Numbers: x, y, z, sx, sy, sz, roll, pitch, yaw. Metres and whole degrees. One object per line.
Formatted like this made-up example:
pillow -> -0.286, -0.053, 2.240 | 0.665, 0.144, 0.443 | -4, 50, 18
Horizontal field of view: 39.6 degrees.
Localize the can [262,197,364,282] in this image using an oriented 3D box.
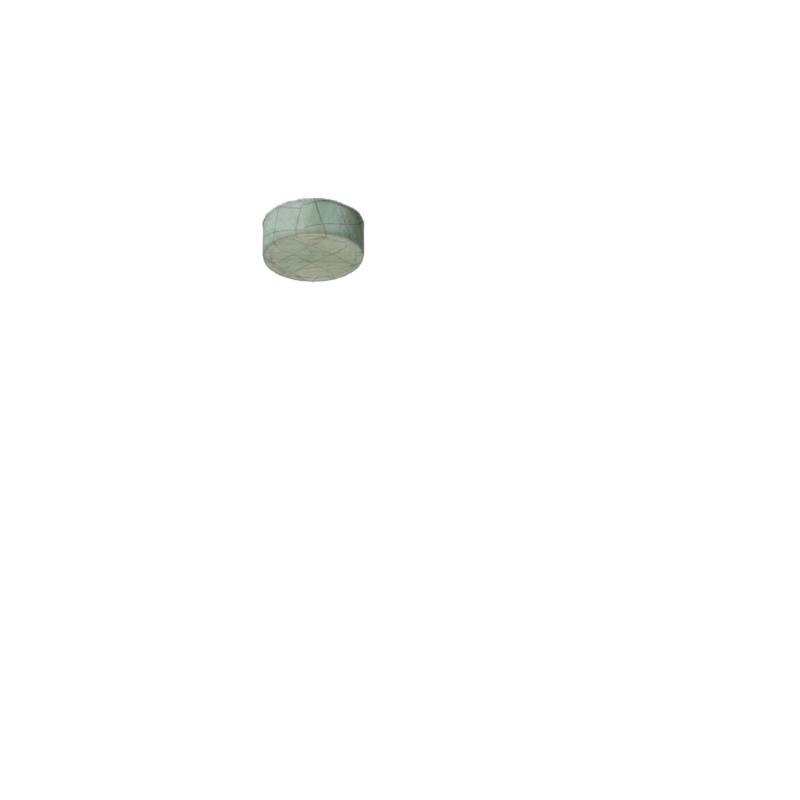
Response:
can -> -0.072, -0.132, 0.923 | 0.086, 0.036, 0.081 | 1, -24, -2
